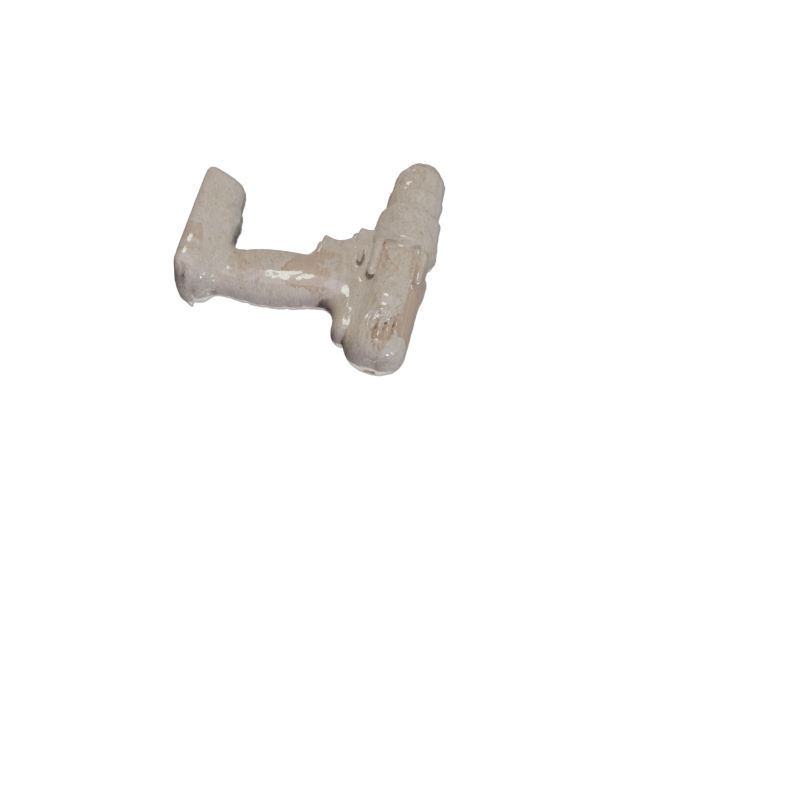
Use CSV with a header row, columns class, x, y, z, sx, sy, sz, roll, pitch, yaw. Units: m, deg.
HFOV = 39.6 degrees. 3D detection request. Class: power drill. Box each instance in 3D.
class,x,y,z,sx,sy,sz,roll,pitch,yaw
power drill,-0.066,-0.121,0.846,0.190,0.194,0.054,12,-32,7
